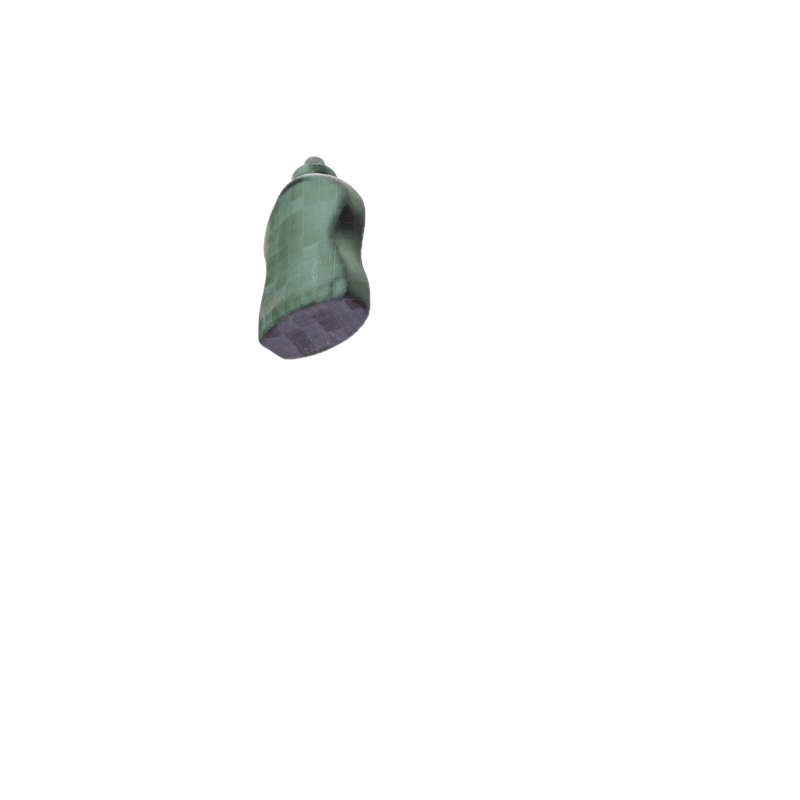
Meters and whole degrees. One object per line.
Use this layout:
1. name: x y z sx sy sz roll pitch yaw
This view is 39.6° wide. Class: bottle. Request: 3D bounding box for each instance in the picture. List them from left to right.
1. bottle: -0.072 -0.132 0.928 0.096 0.206 0.054 -29 -45 30
